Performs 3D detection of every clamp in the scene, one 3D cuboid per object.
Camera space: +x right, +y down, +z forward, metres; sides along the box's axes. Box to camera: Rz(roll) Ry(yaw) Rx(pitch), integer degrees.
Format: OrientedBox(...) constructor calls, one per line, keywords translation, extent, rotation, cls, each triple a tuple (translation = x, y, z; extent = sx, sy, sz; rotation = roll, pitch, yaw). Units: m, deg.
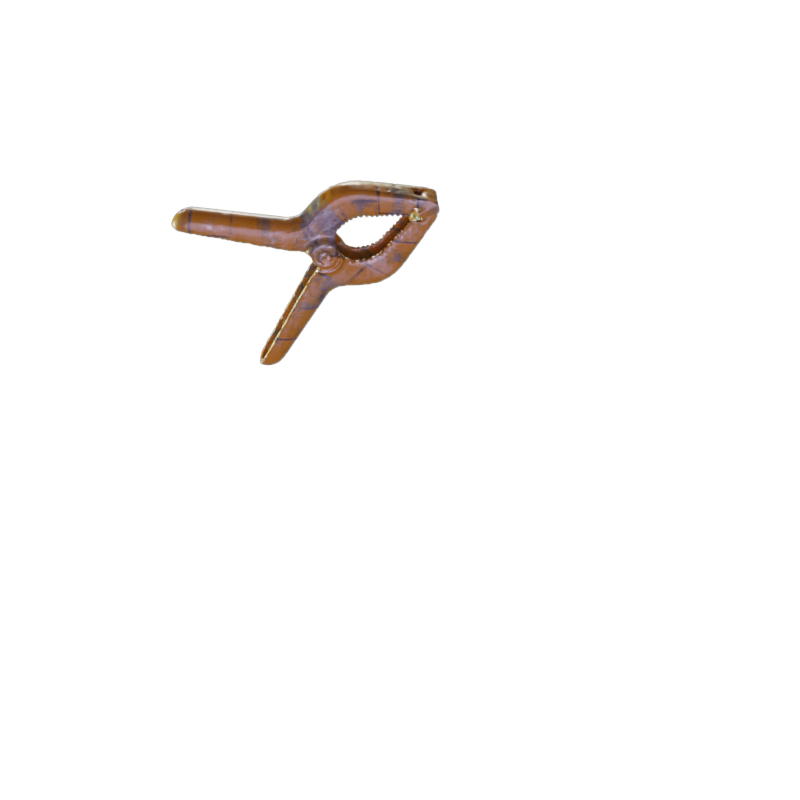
OrientedBox(translation=(-0.071, -0.130, 0.908), extent=(0.210, 0.154, 0.039), rotation=(-28, 29, 17), cls="clamp")
